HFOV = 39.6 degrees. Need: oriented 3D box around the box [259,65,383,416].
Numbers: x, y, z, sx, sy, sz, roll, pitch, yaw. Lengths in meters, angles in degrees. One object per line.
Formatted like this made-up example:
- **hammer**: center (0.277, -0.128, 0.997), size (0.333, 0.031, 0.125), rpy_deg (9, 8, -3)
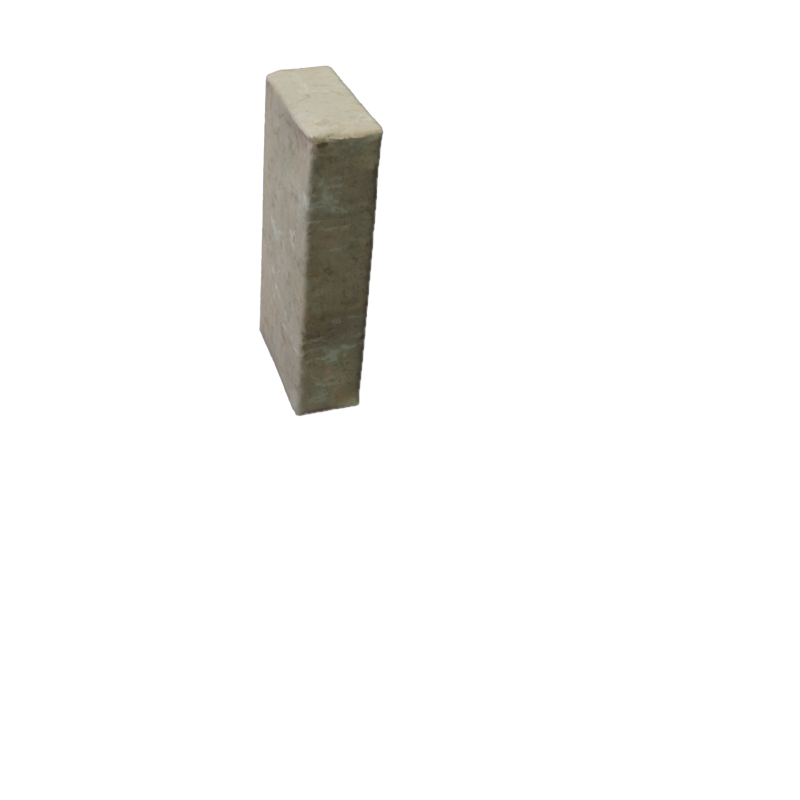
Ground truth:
- **box**: center (-0.049, -0.089, 0.625), size (0.047, 0.165, 0.101), rpy_deg (-9, 35, -17)
